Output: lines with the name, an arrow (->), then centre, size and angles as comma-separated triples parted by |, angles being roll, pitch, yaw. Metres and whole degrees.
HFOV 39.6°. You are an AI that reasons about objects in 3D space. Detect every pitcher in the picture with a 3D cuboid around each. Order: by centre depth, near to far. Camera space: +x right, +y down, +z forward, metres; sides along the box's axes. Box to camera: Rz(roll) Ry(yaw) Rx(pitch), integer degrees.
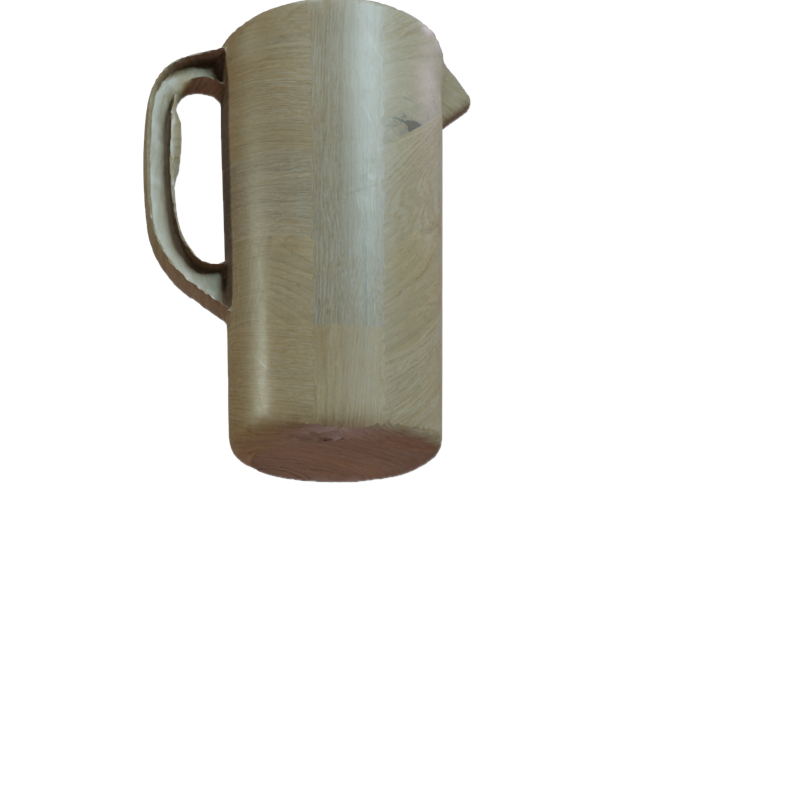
pitcher -> -0.047, -0.086, 0.604 | 0.152, 0.256, 0.135 | -13, -25, 27
